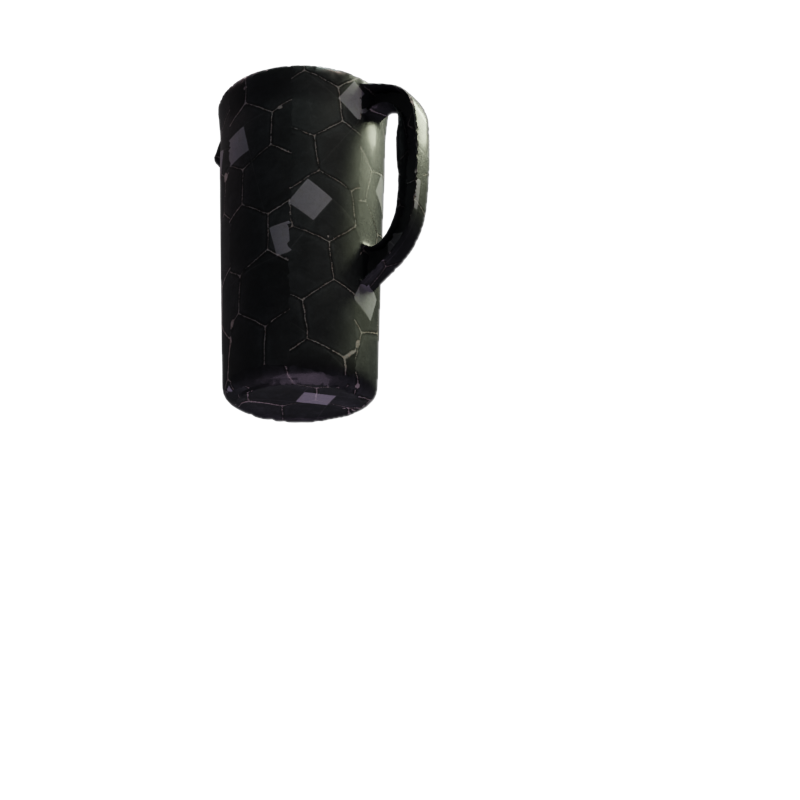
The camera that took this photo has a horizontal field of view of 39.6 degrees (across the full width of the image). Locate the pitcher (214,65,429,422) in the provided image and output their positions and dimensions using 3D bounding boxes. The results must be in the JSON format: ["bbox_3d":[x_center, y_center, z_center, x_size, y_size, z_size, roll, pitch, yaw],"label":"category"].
[{"bbox_3d":[-0.063,-0.116,0.811,0.142,0.256,0.144,4,-24,-13],"label":"pitcher"}]
